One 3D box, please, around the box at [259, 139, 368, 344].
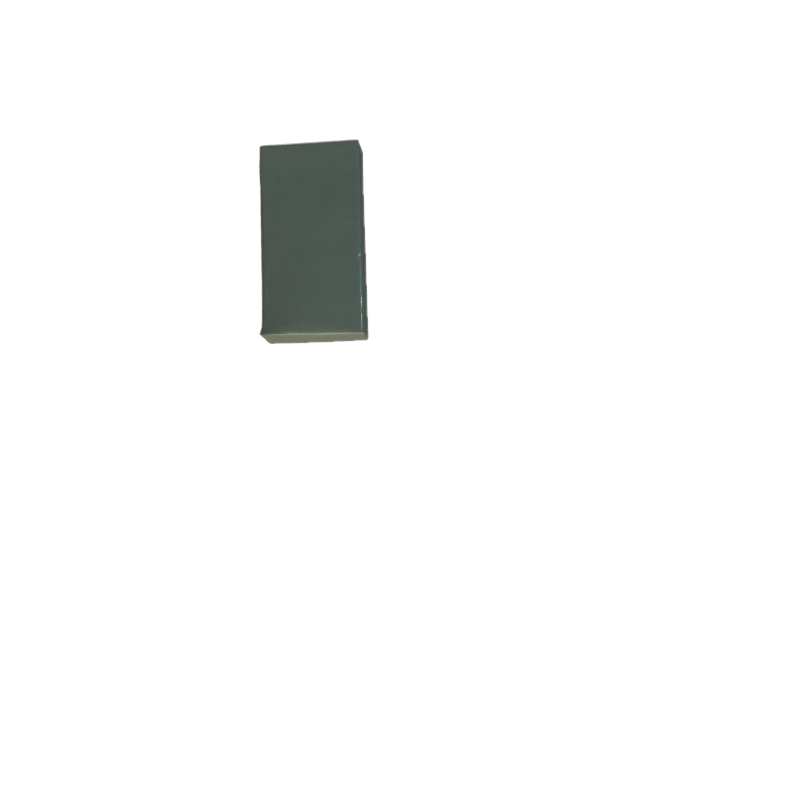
[{"bbox_3d":[-0.077,-0.141,0.989,0.094,0.183,0.046,-3,-15,7],"label":"box"}]
